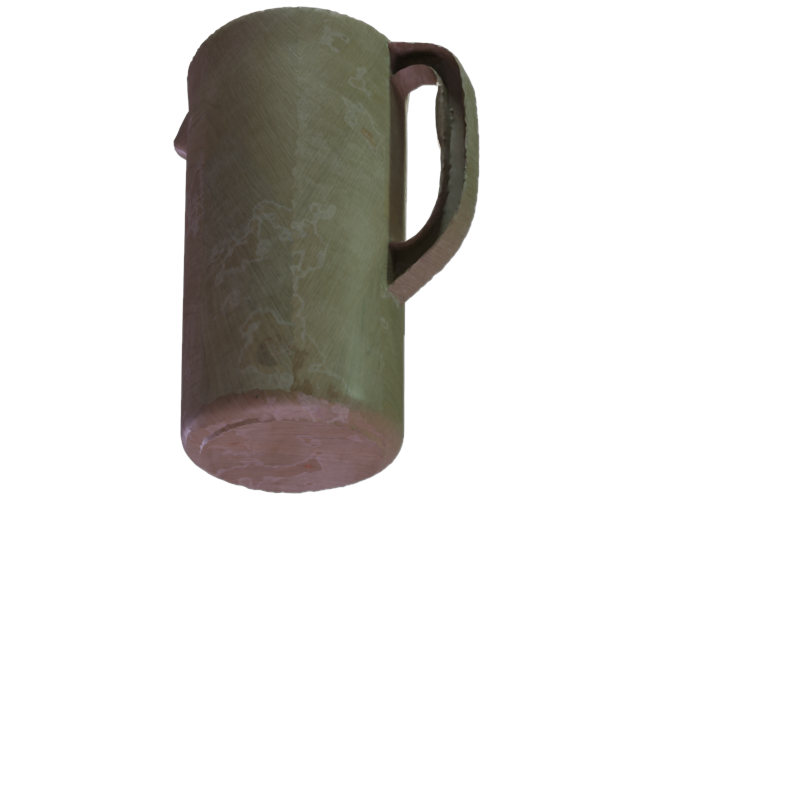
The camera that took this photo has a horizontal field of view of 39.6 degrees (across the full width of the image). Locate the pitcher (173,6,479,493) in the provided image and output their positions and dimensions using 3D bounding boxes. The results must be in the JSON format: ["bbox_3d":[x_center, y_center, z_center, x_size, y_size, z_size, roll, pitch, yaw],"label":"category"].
[{"bbox_3d":[-0.046,-0.084,0.590,0.141,0.259,0.144,10,-33,-19],"label":"pitcher"}]
